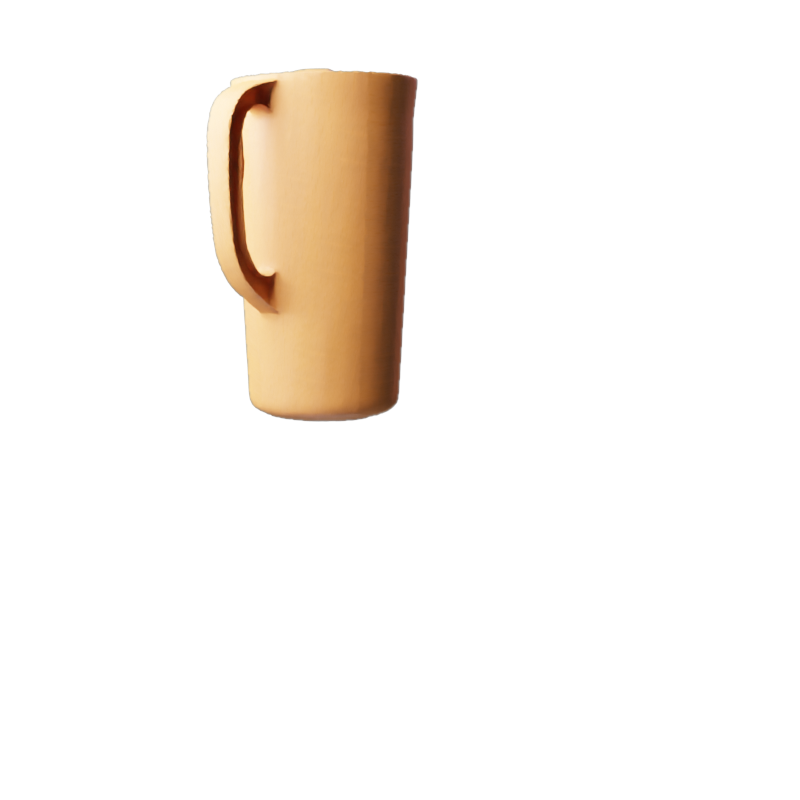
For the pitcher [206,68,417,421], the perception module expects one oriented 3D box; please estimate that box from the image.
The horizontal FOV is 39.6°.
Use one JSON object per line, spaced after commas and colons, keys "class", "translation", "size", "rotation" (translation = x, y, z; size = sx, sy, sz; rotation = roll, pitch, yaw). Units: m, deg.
{"class": "pitcher", "translation": [-0.061, -0.112, 0.785], "size": [0.148, 0.241, 0.147], "rotation": [0, 4, -7]}
